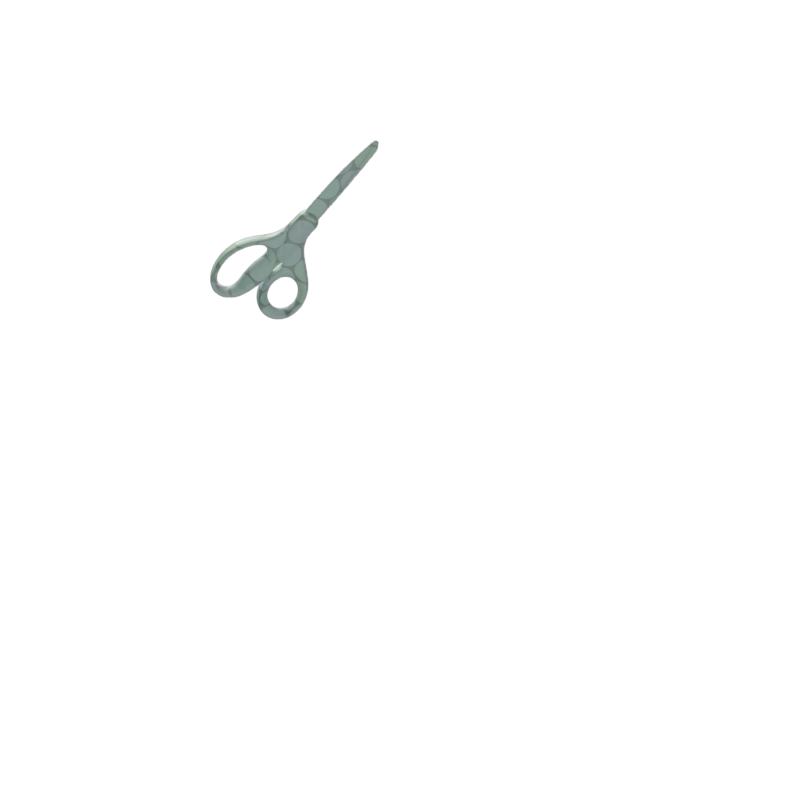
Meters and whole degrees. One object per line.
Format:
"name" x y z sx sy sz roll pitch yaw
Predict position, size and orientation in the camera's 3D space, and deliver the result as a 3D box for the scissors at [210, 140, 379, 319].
"scissors" -0.076 -0.139 0.974 0.201 0.090 0.017 -30 28 18
